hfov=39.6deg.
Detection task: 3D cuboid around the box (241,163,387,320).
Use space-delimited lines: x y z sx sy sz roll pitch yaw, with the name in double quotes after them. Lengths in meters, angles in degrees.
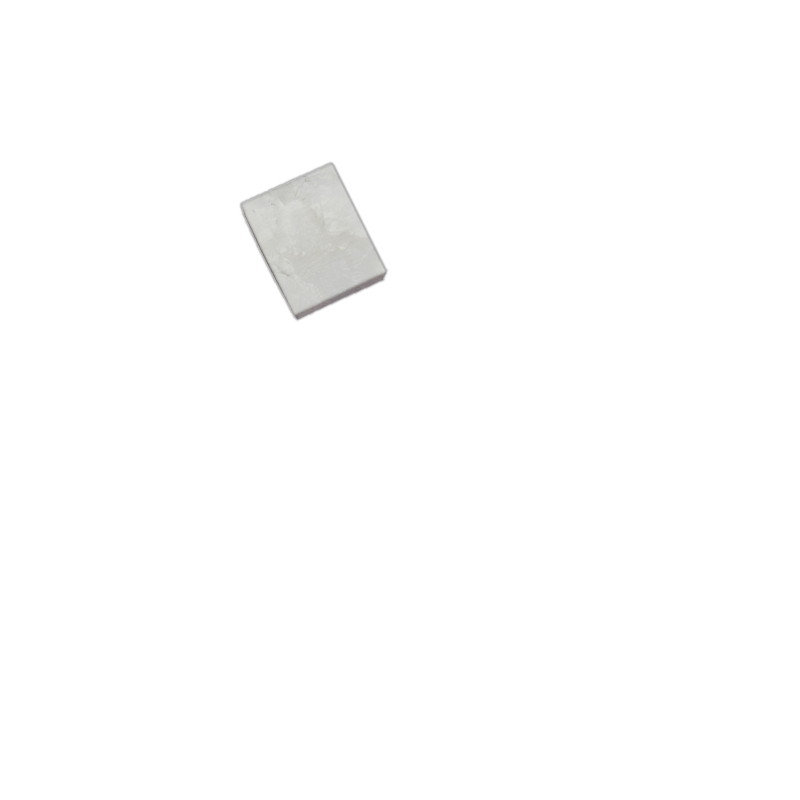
-0.076 -0.139 0.972 0.090 0.117 0.038 -25 -11 -6 "box"
